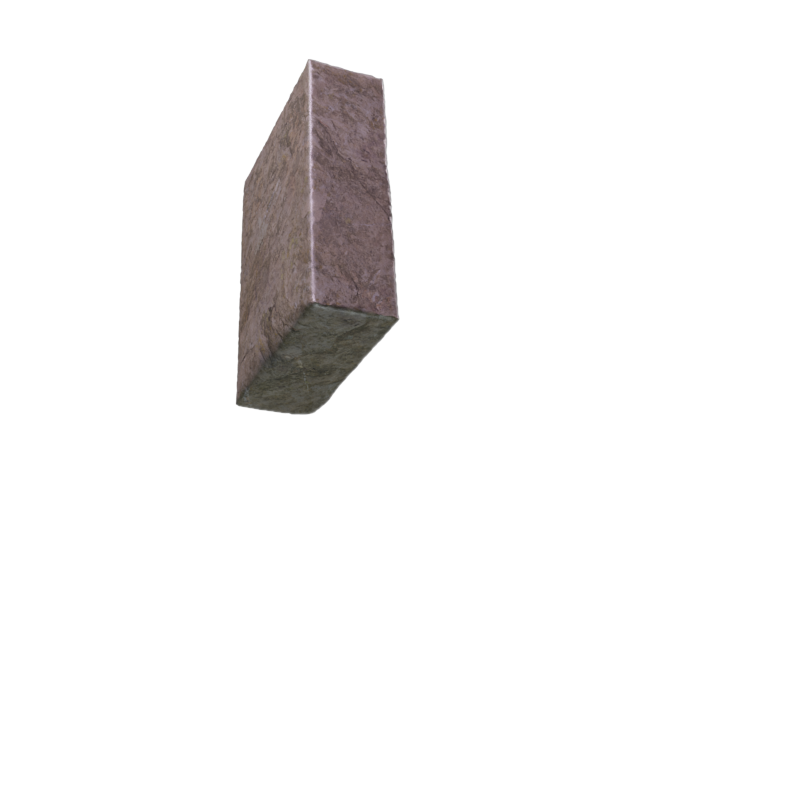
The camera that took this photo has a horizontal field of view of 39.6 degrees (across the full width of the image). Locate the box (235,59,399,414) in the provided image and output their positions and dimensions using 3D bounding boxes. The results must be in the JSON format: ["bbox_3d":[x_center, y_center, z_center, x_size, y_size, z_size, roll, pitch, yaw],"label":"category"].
[{"bbox_3d":[-0.065,-0.119,0.832,0.069,0.228,0.159,11,-33,-22],"label":"box"}]
